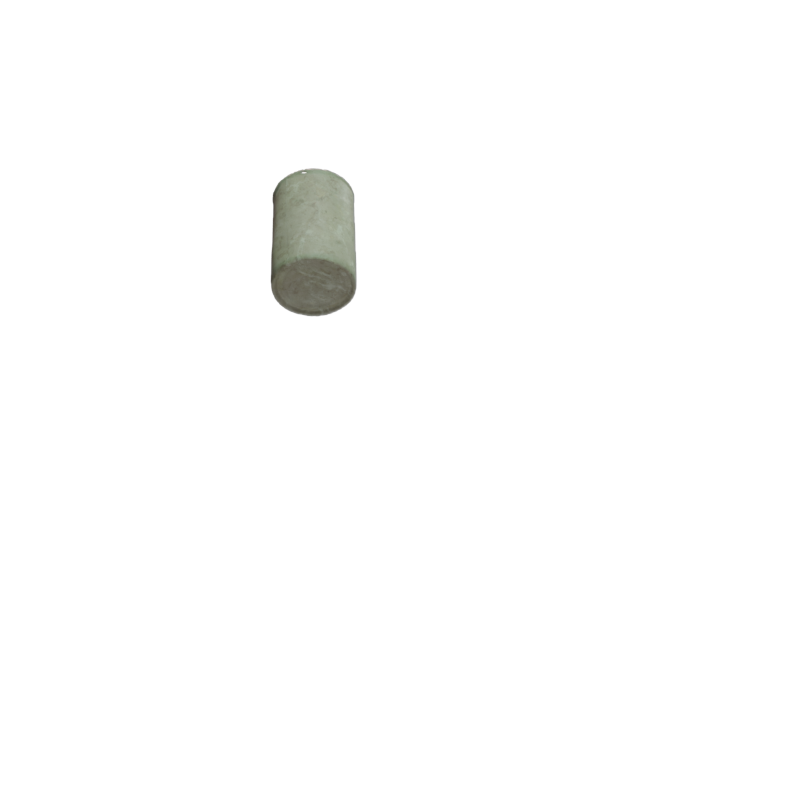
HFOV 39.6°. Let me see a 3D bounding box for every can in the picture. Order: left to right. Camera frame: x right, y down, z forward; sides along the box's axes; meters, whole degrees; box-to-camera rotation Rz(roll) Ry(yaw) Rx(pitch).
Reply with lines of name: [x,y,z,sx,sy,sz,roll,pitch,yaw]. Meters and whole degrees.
can: [-0.069,-0.126,0.881,0.068,0.110,0.064,-1,-42,-3]
